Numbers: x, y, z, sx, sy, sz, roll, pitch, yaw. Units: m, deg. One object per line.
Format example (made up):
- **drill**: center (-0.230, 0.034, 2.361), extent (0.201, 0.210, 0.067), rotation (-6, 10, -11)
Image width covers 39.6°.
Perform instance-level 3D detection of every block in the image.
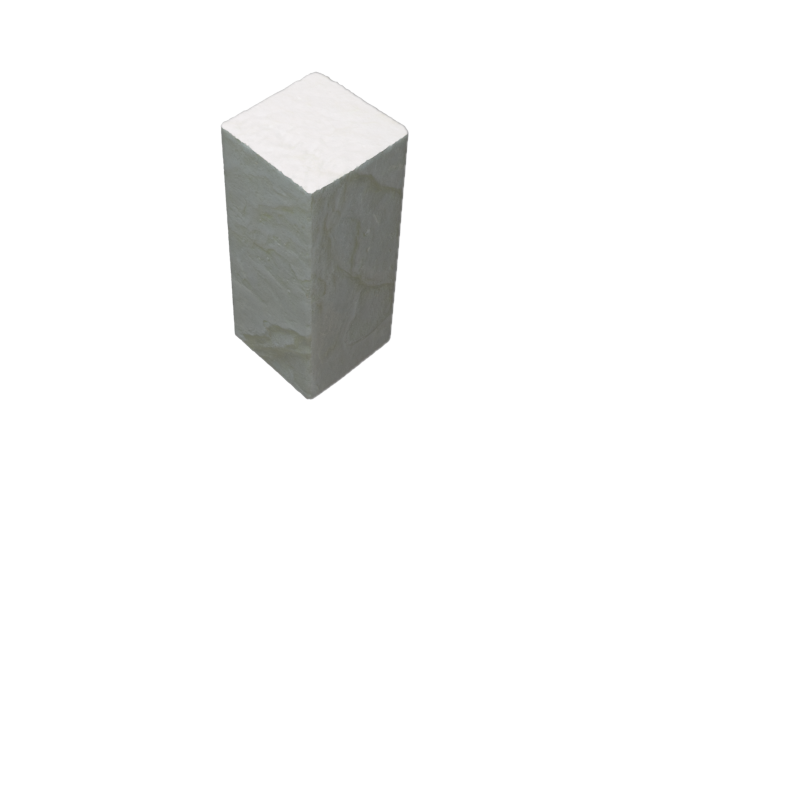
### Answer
- **block**: center (-0.060, -0.112, 0.780), extent (0.091, 0.192, 0.097), rotation (-35, 60, -29)
